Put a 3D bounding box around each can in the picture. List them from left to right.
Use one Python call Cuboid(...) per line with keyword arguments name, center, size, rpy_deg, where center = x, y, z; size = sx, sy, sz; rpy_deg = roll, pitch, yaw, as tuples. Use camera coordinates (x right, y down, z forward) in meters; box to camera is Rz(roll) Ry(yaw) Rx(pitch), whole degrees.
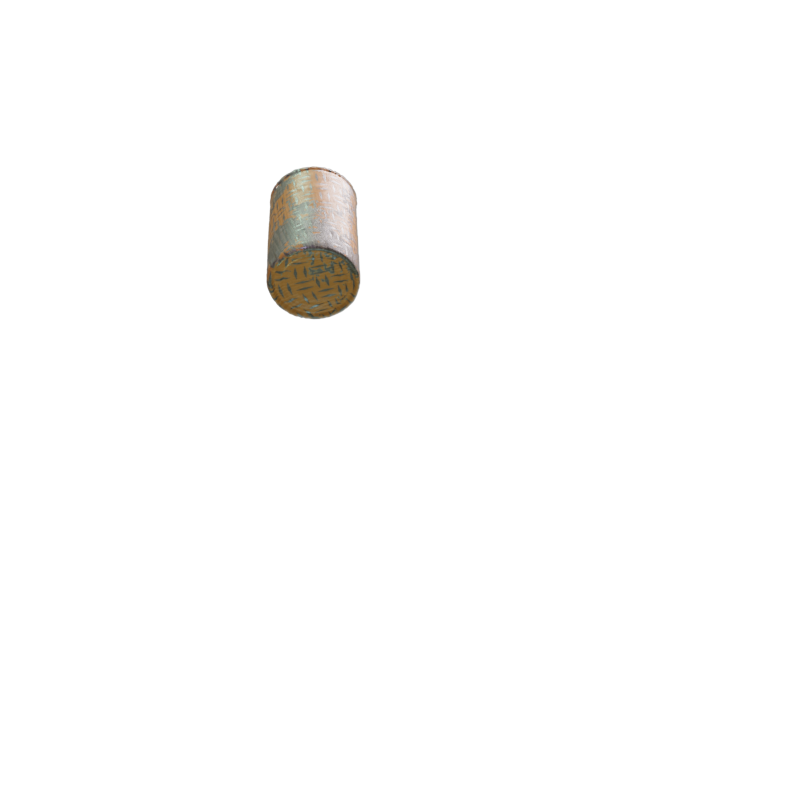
Cuboid(name="can", center=(-0.064, -0.117, 0.821), size=(0.068, 0.064, 0.110), rpy_deg=(-1, 41, -3))
